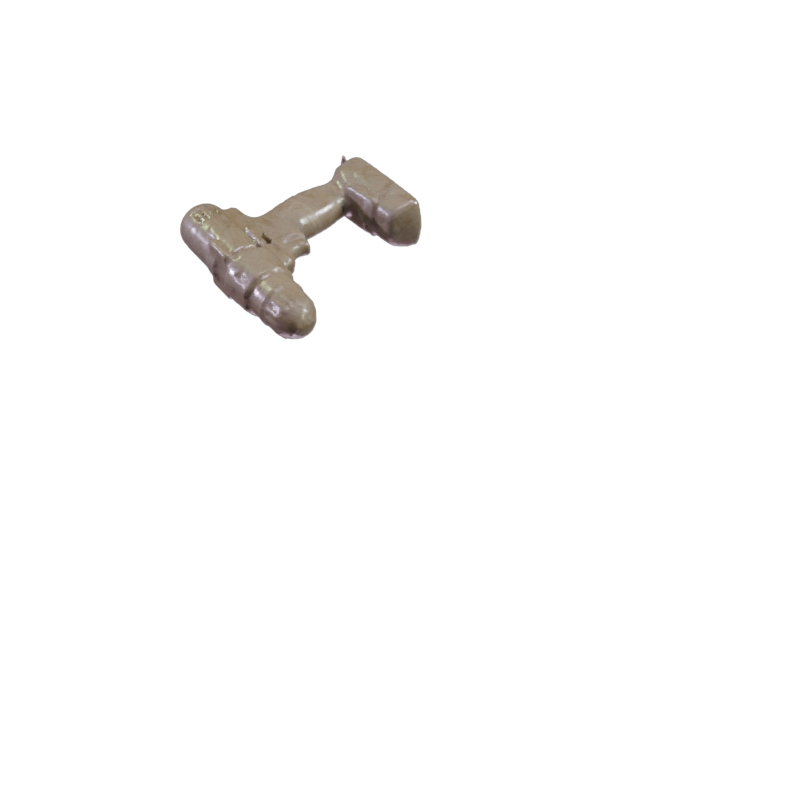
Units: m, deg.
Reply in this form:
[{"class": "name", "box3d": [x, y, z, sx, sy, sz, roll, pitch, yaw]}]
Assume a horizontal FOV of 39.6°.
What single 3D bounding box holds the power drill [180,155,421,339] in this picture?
[{"class": "power drill", "box3d": [-0.076, -0.139, 0.973, 0.186, 0.053, 0.199, -25, 48, -25]}]
